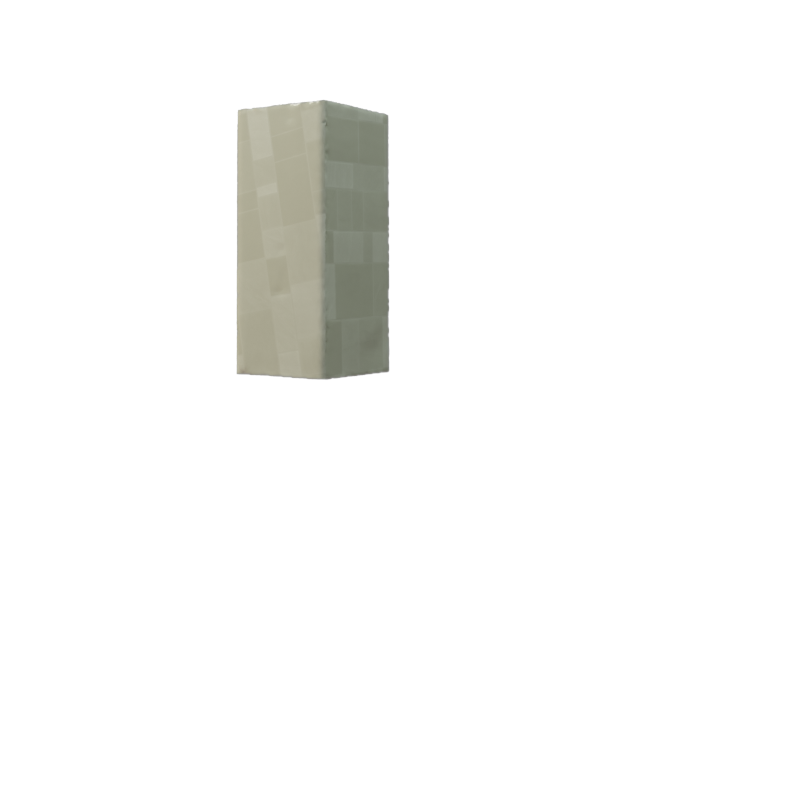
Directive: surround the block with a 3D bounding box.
[{"bbox_3d":[-0.069,-0.125,0.874,0.093,0.207,0.087,-1,-1,34],"label":"block"}]
